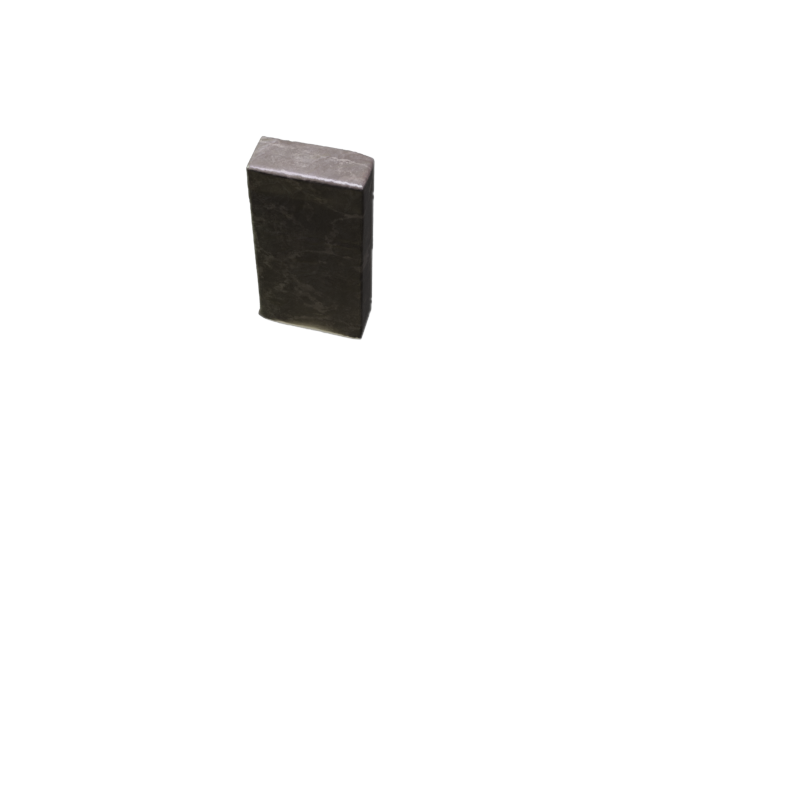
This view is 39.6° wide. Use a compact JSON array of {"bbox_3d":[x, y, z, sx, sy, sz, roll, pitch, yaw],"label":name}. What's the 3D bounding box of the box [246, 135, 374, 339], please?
[{"bbox_3d":[-0.069,-0.127,0.887,0.095,0.051,0.164,14,-41,9],"label":"box"}]
